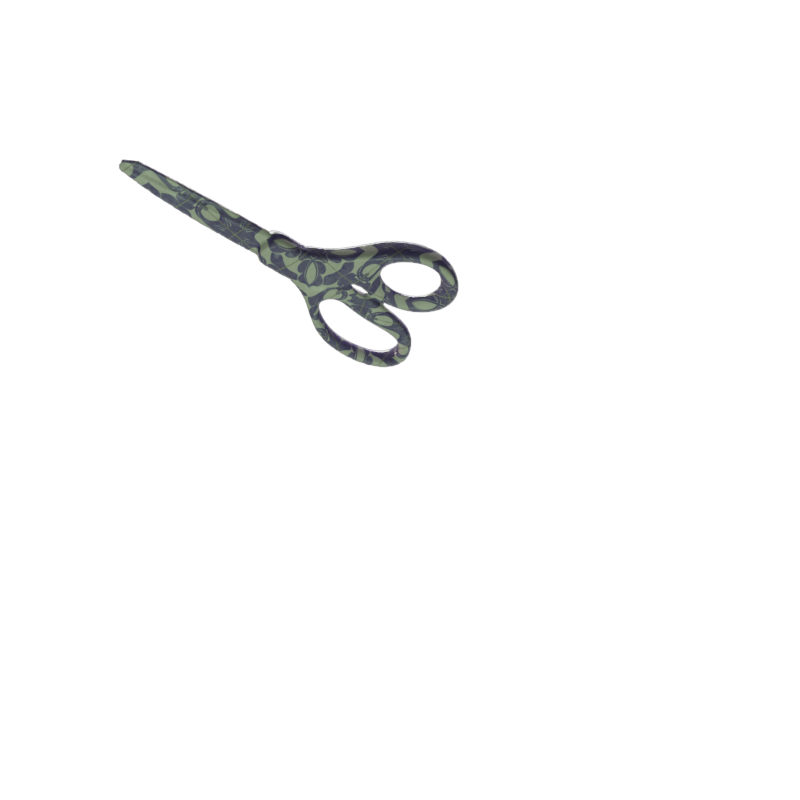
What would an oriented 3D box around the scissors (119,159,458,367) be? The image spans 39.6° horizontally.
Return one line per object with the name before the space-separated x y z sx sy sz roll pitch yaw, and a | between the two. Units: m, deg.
scissors | -0.046 -0.085 0.594 0.096 0.017 0.188 -29 -53 25
